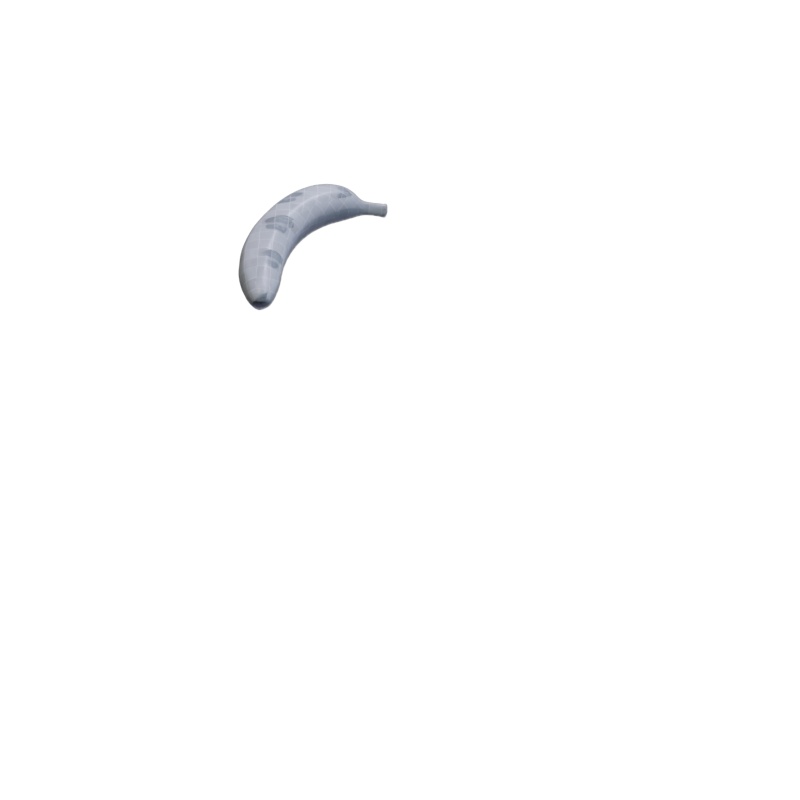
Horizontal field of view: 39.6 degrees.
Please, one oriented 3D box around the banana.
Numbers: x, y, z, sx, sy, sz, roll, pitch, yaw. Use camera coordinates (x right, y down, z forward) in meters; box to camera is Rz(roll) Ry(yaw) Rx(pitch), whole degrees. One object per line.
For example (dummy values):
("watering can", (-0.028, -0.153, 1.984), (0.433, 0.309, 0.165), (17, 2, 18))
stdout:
("banana", (-0.085, -0.136, 0.909), (0.073, 0.034, 0.202), (18, 39, 23))
